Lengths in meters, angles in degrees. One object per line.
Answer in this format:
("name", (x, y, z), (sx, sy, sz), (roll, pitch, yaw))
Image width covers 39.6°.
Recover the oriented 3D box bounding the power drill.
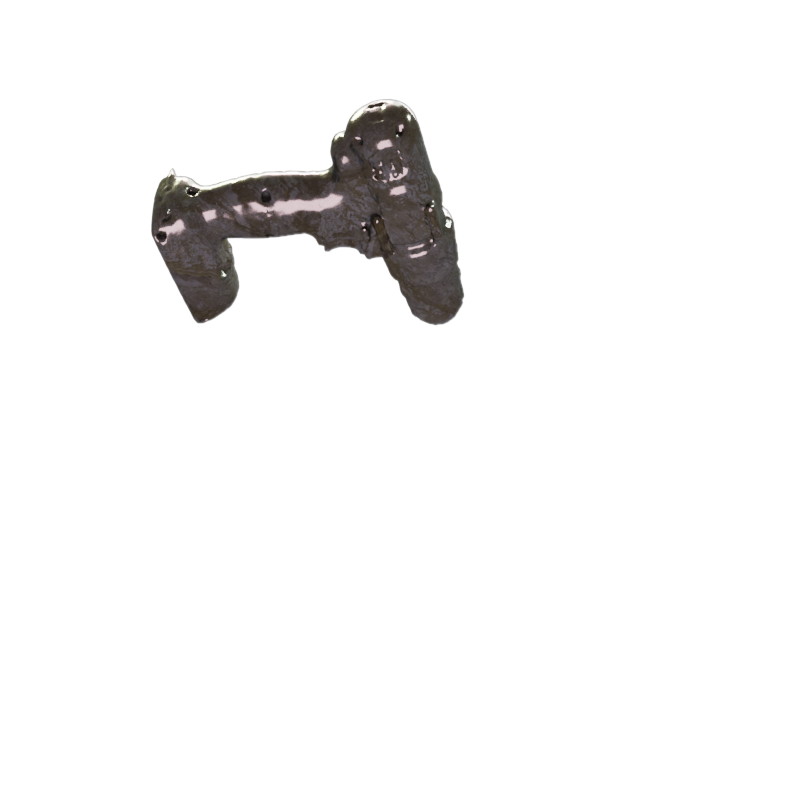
("power drill", (-0.058, -0.106, 0.743), (0.189, 0.170, 0.062), (-11, 43, 10))
